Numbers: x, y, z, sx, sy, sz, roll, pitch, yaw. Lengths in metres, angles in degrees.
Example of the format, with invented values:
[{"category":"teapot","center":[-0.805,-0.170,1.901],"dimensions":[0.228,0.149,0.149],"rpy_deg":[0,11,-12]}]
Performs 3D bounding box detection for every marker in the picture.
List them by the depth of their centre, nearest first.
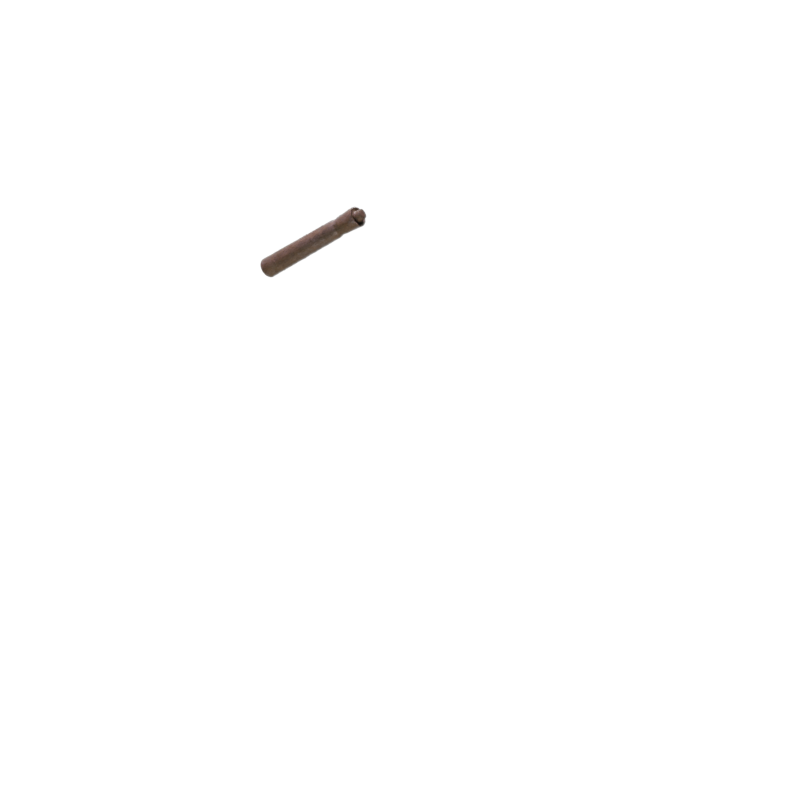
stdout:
[{"category":"marker","center":[-0.077,-0.140,0.983],"dimensions":[0.121,0.020,0.019],"rpy_deg":[-23,-11,36]}]
